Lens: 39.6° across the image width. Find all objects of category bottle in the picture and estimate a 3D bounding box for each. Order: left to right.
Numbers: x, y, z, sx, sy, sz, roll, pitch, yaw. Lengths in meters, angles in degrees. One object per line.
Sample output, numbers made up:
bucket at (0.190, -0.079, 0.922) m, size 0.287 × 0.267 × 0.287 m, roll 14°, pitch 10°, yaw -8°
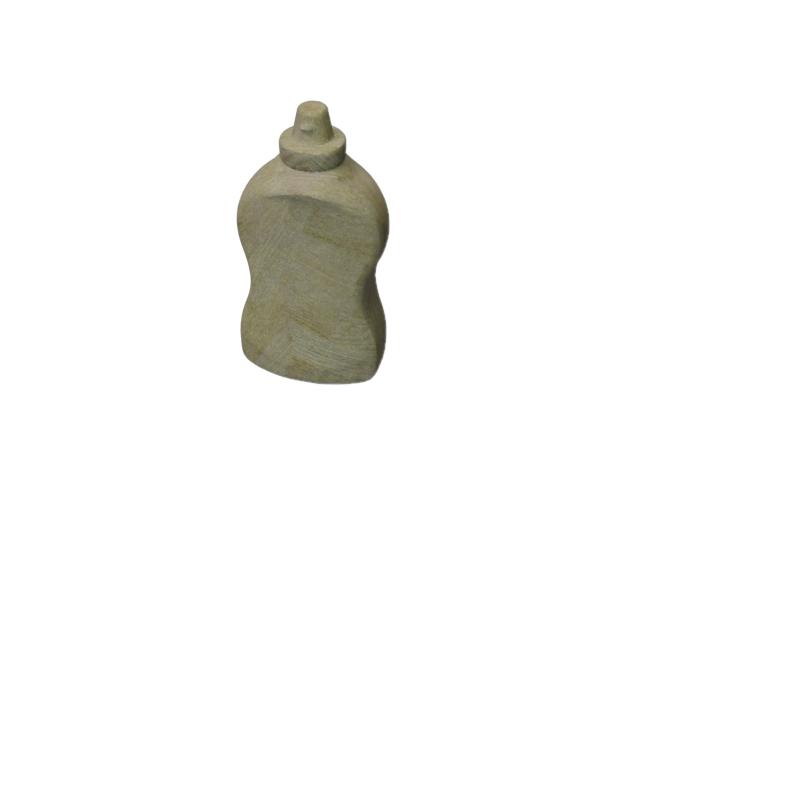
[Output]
bottle at (-0.055, -0.101, 0.706) m, size 0.098 × 0.179 × 0.061 m, roll 12°, pitch 36°, yaw 13°
